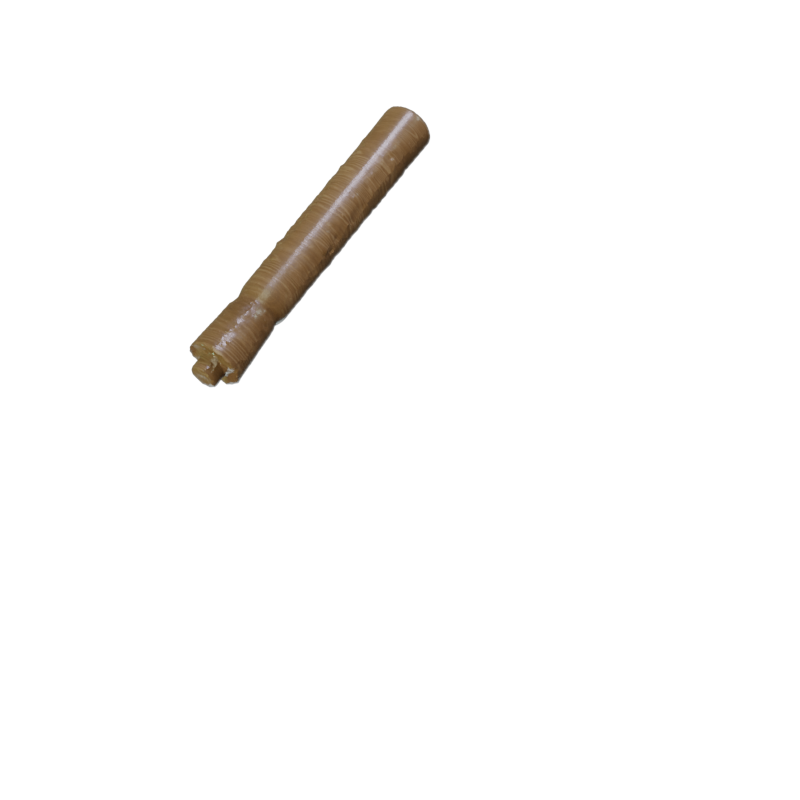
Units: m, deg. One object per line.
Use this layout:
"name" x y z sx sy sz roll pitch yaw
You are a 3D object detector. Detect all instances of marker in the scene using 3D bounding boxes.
"marker" -0.029 -0.052 0.365 0.021 0.124 0.018 3 -41 46
